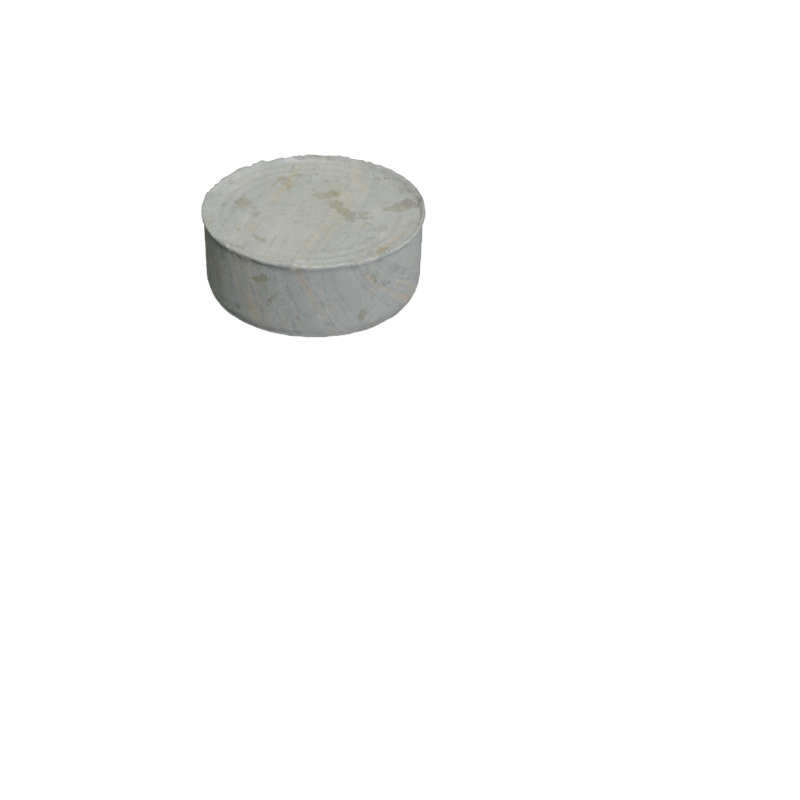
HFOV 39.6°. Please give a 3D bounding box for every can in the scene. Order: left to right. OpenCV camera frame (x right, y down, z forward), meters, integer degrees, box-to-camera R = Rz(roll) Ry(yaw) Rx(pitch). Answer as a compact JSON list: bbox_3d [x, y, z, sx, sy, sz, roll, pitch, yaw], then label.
[{"bbox_3d":[-0.034,-0.062,0.433,0.086,0.031,0.092,-1,37,-2],"label":"can"}]
